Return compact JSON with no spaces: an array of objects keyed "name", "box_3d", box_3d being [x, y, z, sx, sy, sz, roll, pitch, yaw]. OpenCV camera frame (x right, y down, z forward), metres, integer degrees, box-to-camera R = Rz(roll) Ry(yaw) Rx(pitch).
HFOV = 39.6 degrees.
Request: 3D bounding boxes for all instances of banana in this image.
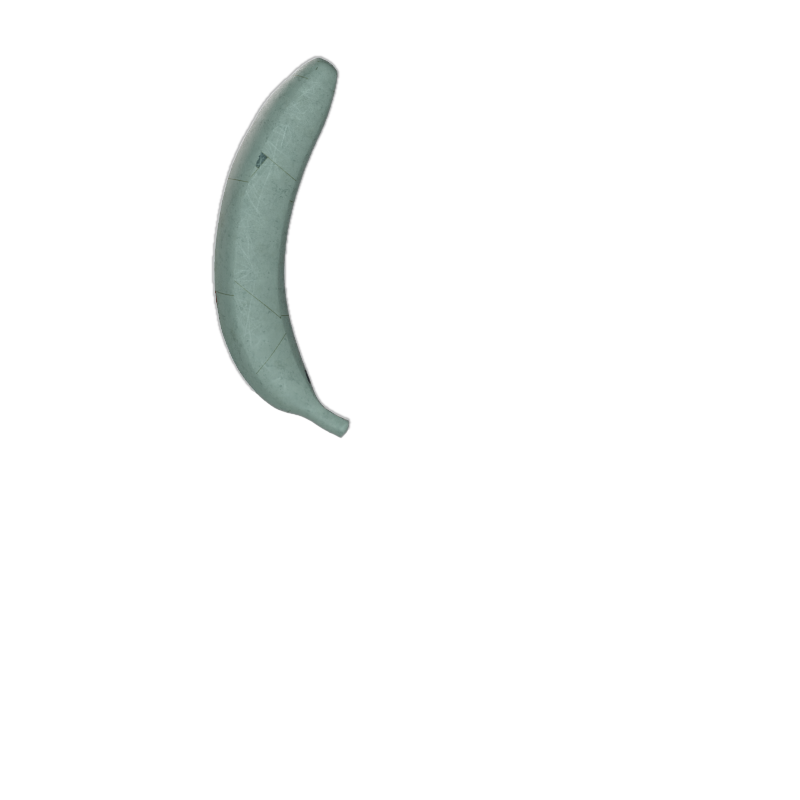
[{"name":"banana","box_3d":[-0.064,-0.078,0.581,0.069,0.193,0.038,-2,9,-1]}]
